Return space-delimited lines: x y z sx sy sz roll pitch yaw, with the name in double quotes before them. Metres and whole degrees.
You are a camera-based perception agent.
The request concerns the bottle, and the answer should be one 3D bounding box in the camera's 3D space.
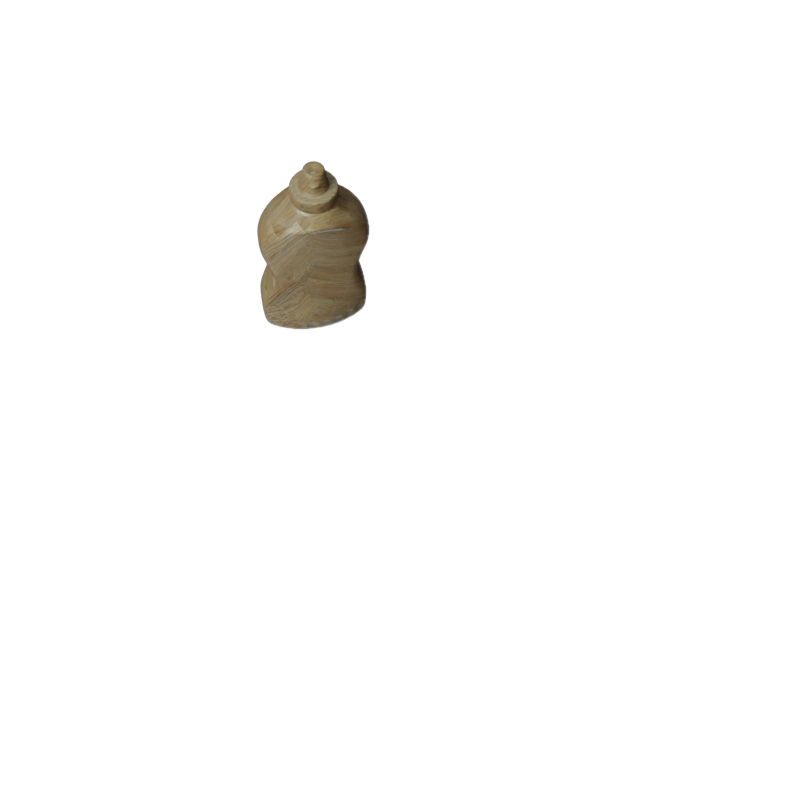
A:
"bottle" -0.075 -0.138 0.966 0.095 0.063 0.179 -7 -33 -8
